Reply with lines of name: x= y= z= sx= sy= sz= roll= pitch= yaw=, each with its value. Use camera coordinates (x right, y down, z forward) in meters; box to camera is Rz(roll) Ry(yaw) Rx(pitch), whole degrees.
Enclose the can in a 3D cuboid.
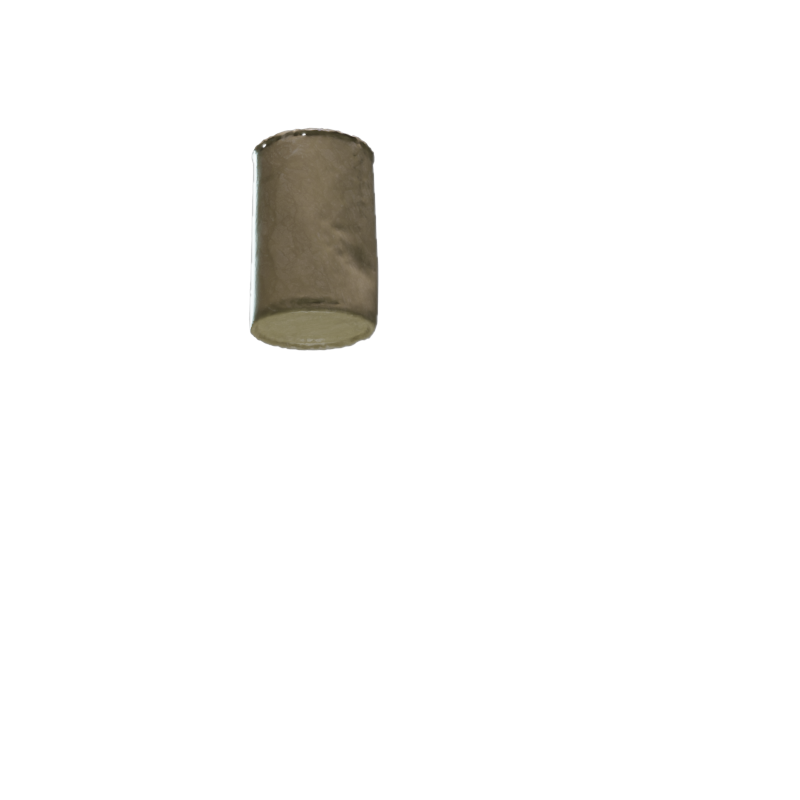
can: x=-0.046 y=-0.085 z=0.593 sx=0.068 sy=0.107 sz=0.065 roll=0 pitch=-20 yaw=-2
